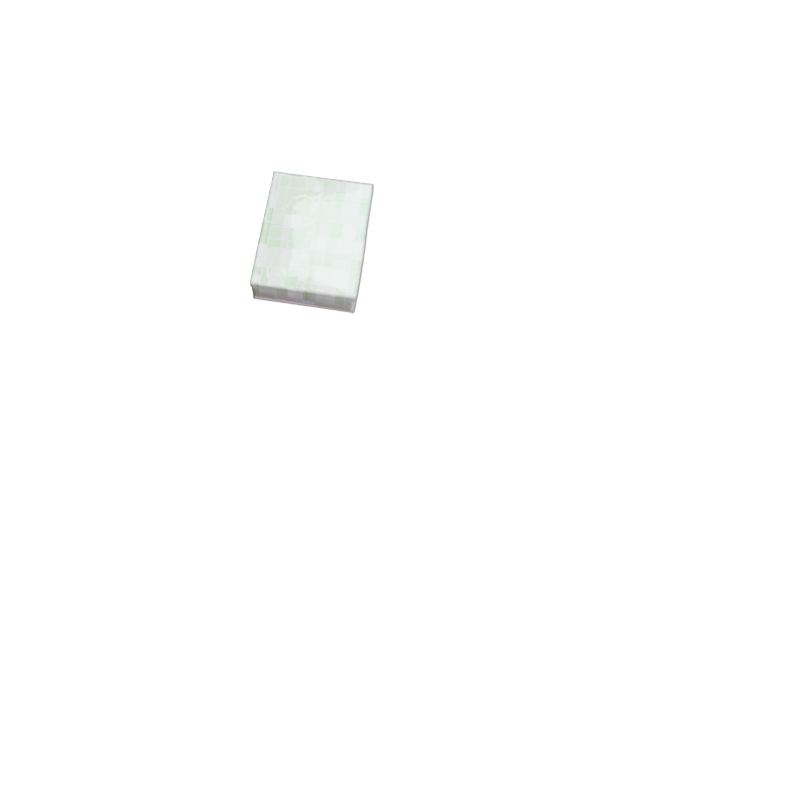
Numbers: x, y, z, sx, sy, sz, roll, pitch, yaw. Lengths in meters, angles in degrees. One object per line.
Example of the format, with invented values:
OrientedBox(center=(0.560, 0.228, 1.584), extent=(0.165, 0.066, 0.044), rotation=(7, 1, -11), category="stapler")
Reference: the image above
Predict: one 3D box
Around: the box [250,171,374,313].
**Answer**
OrientedBox(center=(-0.074, -0.136, 0.949), extent=(0.090, 0.120, 0.037), rotation=(7, -27, 3), category="box")
